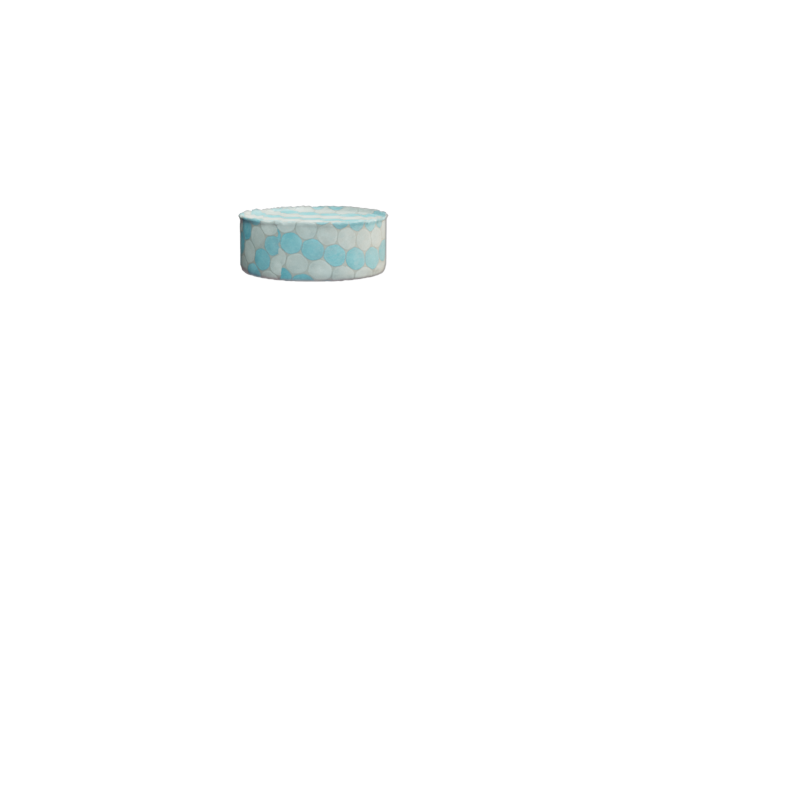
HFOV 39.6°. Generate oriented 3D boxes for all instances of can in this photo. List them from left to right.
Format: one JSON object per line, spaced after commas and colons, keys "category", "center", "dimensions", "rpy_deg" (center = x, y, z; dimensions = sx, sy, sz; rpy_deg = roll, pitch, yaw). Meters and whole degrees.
{"category": "can", "center": [-0.050, -0.091, 0.638], "dimensions": [0.086, 0.033, 0.088], "rpy_deg": [0, 15, -2]}
